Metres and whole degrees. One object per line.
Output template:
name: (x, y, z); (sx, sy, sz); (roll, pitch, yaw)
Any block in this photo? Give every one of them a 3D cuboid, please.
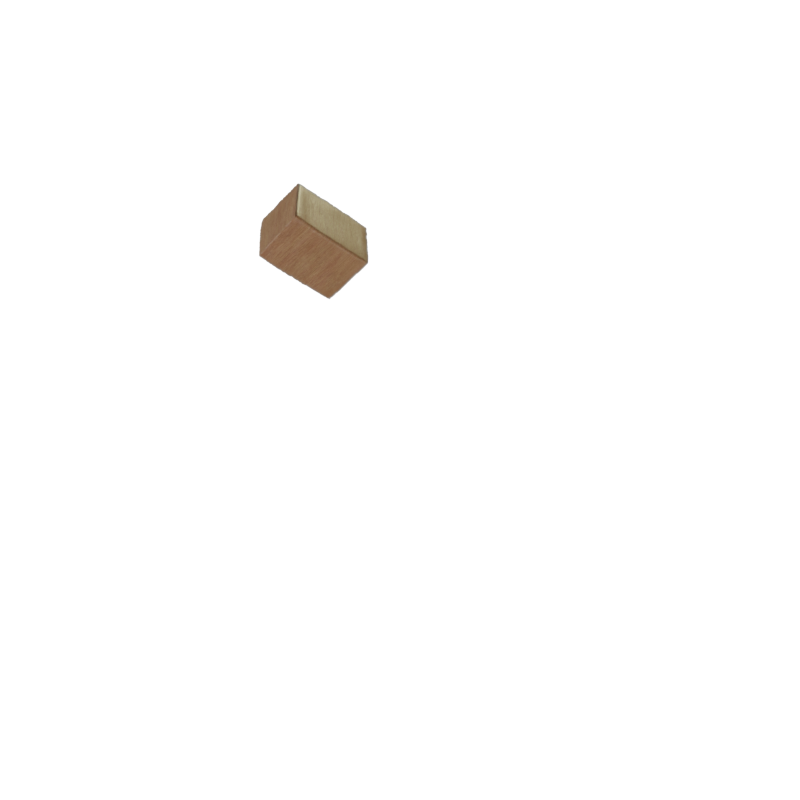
block: (-0.073, -0.133, 0.930); (0.074, 0.055, 0.052); (32, -57, -25)
